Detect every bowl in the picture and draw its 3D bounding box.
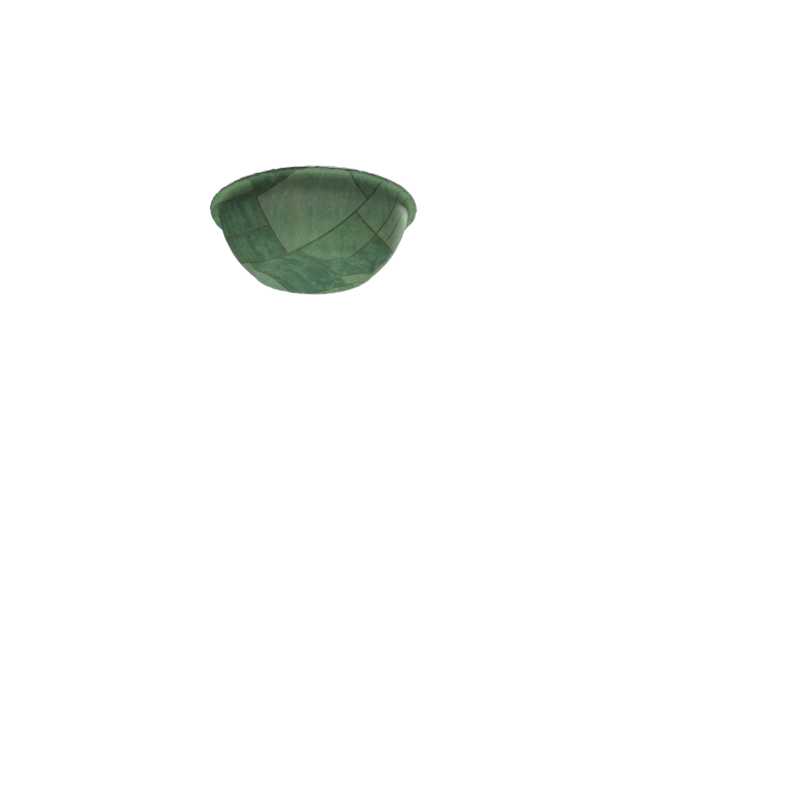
[{"bbox_3d":[-0.067,-0.122,0.858,0.162,0.058,0.155,0,-17,-2],"label":"bowl"}]
